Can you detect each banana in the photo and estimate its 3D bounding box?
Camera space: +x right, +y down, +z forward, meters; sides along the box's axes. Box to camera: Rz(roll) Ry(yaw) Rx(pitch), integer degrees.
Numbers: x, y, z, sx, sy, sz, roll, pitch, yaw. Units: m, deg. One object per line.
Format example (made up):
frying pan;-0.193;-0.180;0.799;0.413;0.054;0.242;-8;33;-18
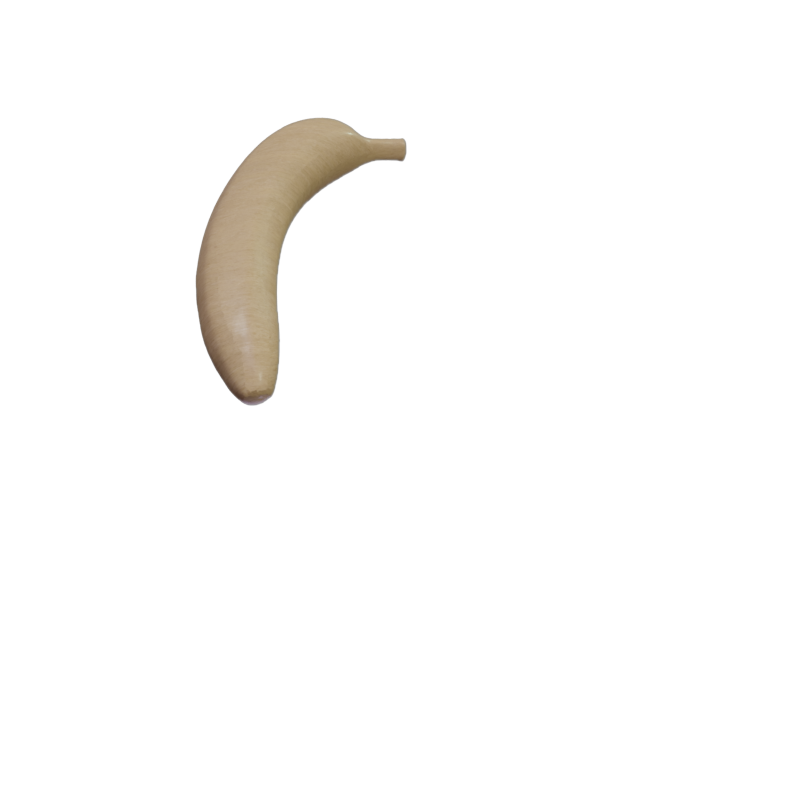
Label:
banana;-0.057;-0.082;0.527;0.071;0.207;0.034;14;-42;12
